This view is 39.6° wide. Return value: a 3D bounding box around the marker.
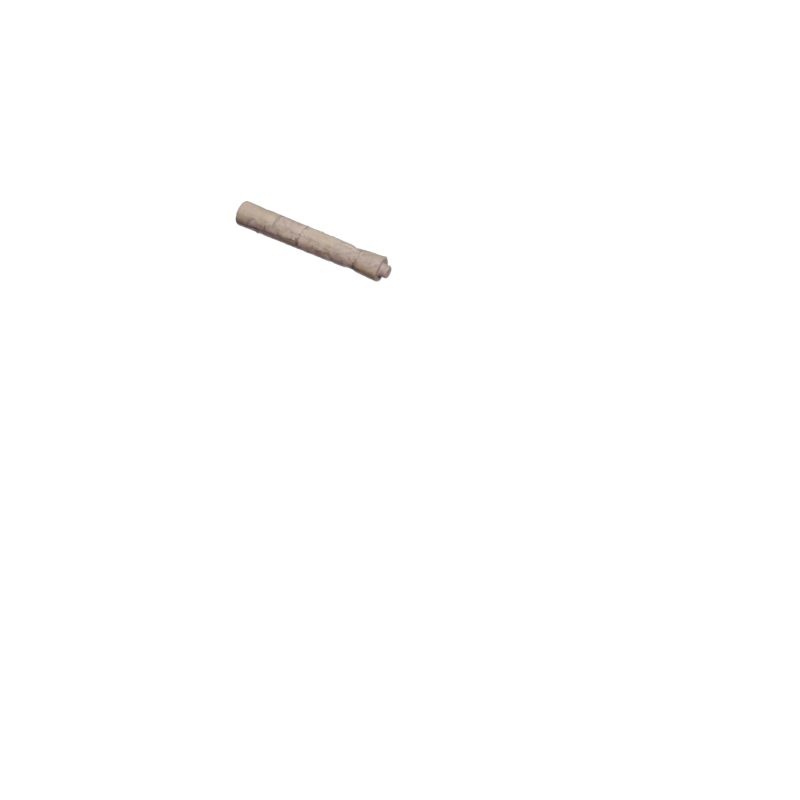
[{"bbox_3d":[-0.062,-0.112,0.787,0.126,0.019,0.019,25,12,20],"label":"marker"}]
